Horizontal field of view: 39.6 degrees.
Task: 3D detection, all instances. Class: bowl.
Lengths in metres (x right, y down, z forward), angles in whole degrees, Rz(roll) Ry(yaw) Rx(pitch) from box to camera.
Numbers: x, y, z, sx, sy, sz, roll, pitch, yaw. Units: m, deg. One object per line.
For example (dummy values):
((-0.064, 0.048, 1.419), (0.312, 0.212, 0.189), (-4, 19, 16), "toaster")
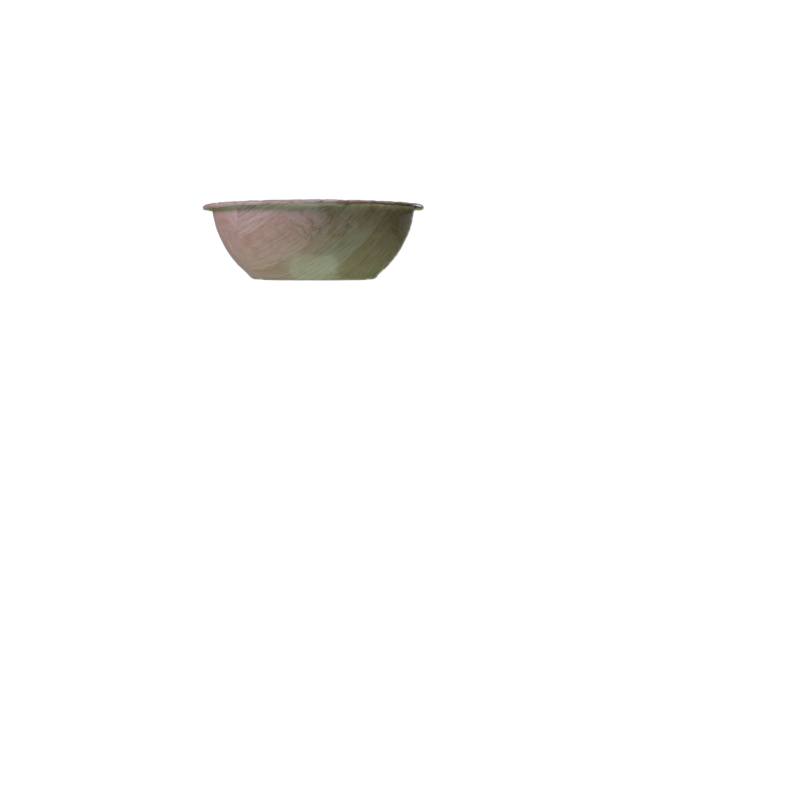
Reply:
((-0.064, -0.116, 0.813), (0.162, 0.055, 0.164), (0, 7, -2), "bowl")
